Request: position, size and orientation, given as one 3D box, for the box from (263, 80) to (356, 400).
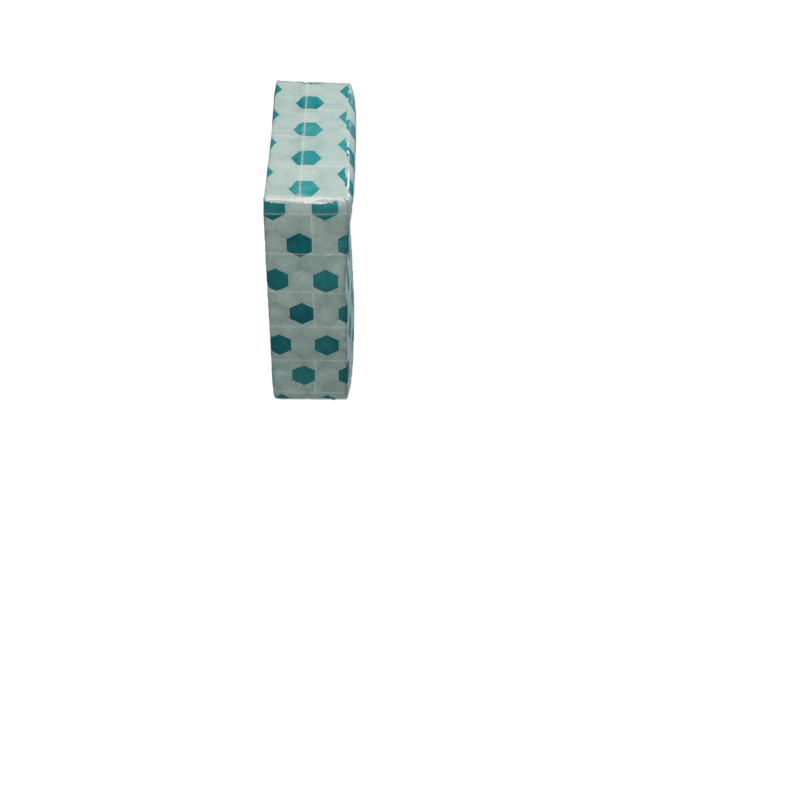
[{"bbox_3d":[-0.072,-0.131,0.917,0.072,0.199,0.176,1,44,-3],"label":"box"}]
